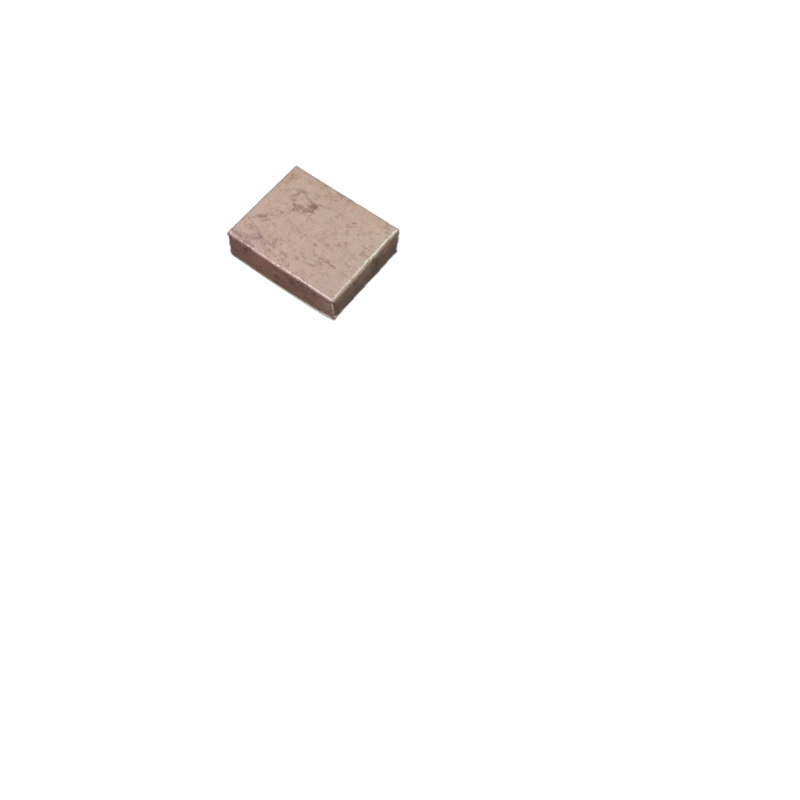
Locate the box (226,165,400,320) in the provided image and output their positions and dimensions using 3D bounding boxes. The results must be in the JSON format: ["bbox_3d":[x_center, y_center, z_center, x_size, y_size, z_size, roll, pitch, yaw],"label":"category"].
[{"bbox_3d":[-0.072,-0.130,0.912,0.119,0.092,0.036,34,-25,18],"label":"box"}]
